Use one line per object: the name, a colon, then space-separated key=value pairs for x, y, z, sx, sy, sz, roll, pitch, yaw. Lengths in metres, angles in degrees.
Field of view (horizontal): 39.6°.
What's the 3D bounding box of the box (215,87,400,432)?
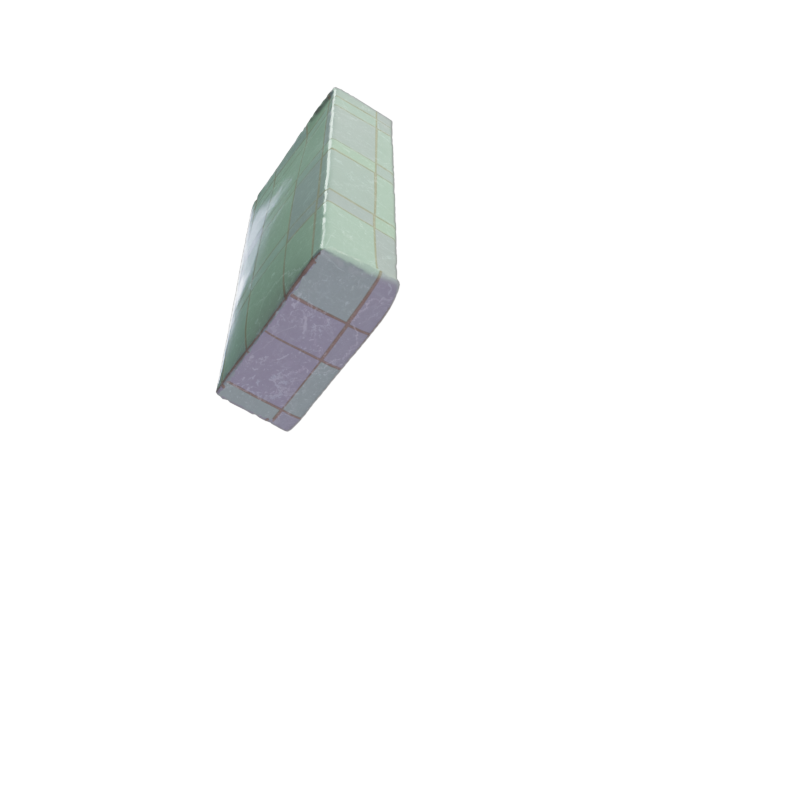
box: x=-0.043 y=-0.078 z=0.546 sx=0.046 sy=0.091 sz=0.188 roll=28 pitch=29 yaw=-22
